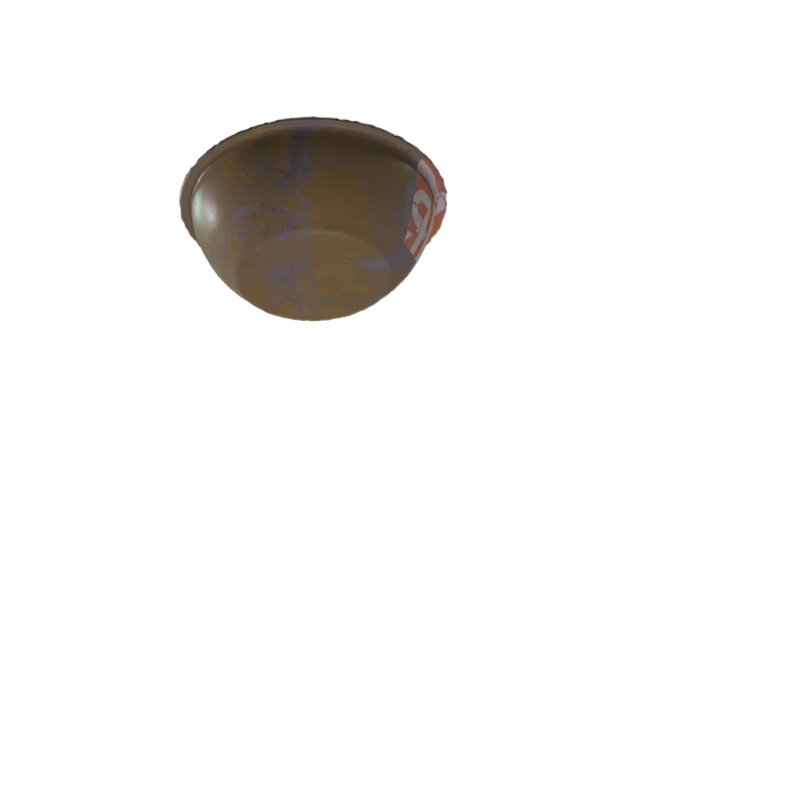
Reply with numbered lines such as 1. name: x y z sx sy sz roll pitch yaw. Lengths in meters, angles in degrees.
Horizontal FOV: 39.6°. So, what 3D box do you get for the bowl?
1. bowl: -0.051 -0.094 0.656 0.162 0.059 0.152 1 -32 -2
